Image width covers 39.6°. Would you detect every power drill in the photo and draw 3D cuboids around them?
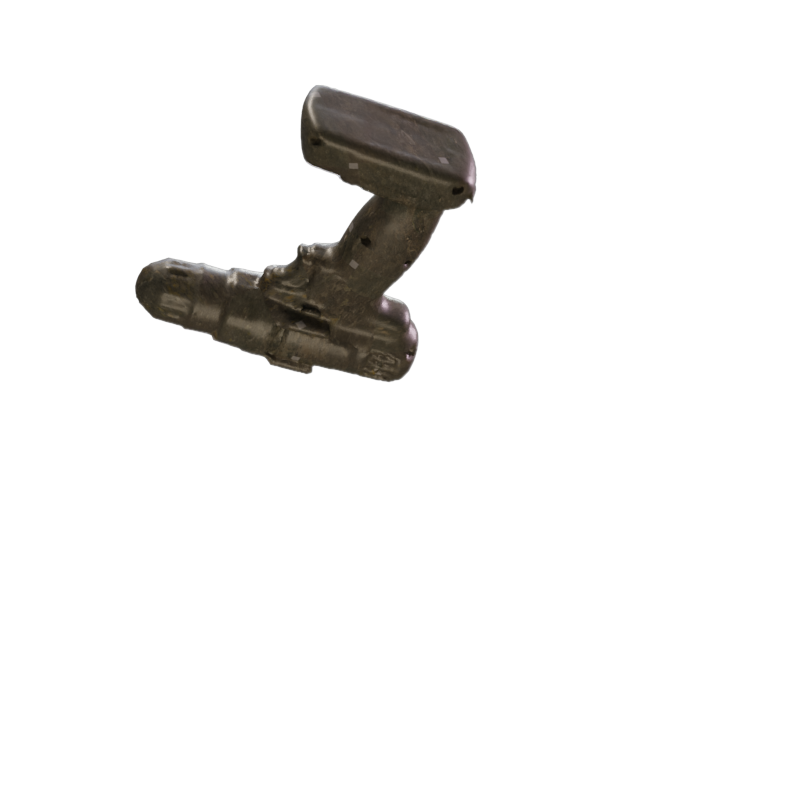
[{"bbox_3d":[-0.052,-0.095,0.664,0.180,0.062,0.179,15,-45,-15],"label":"power drill"}]
